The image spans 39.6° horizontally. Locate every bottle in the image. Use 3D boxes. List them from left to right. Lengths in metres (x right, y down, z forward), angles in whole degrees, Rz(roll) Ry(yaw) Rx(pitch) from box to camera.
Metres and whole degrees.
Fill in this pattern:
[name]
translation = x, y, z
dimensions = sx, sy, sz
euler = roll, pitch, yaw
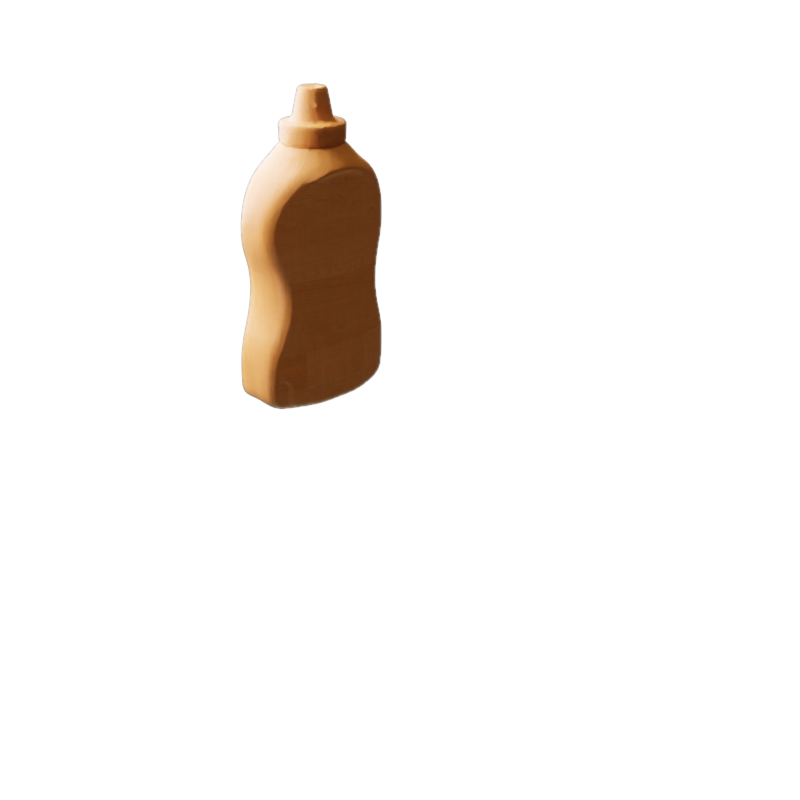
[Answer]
[bottle]
translation = -0.053, -0.097, 0.678
dimensions = 0.094, 0.184, 0.062
euler = -16, 26, -39
